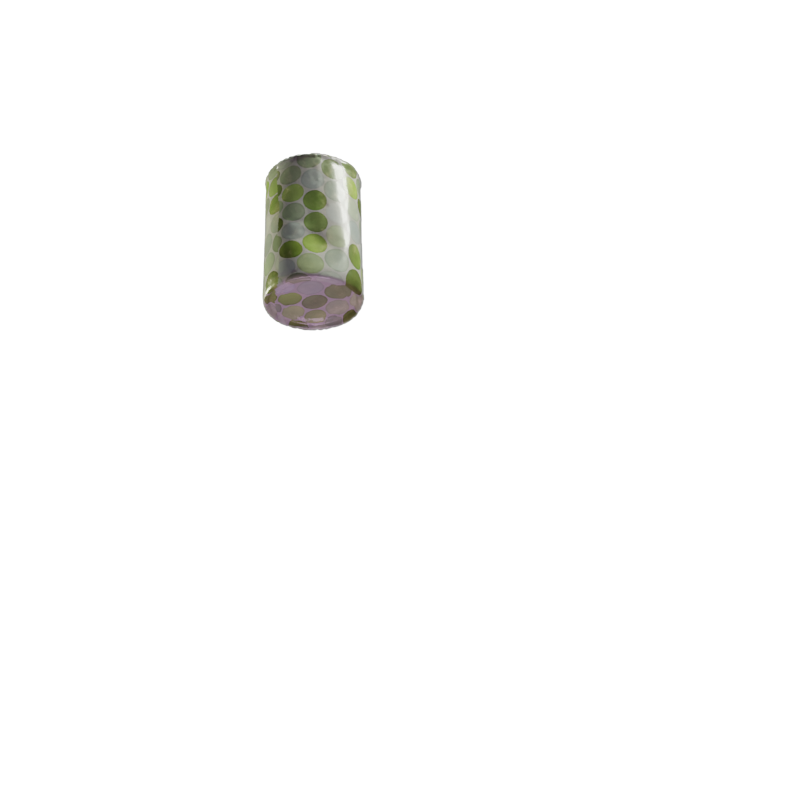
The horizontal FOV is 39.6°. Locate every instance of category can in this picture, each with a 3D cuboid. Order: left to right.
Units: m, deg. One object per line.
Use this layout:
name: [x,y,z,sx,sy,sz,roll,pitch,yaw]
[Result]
can: [-0.059,-0.108,0.753,0.068,0.109,0.064,-1,-33,-2]
